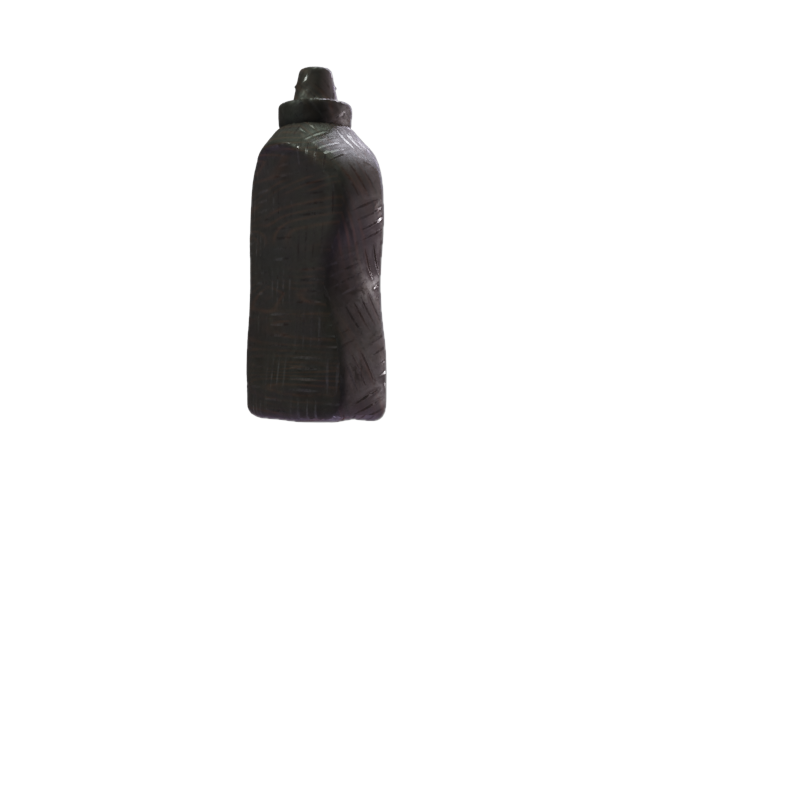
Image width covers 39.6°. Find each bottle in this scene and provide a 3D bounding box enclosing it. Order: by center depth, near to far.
[{"bbox_3d":[-0.047,-0.086,0.605,0.056,0.194,0.099,3,-5,-33],"label":"bottle"}]
